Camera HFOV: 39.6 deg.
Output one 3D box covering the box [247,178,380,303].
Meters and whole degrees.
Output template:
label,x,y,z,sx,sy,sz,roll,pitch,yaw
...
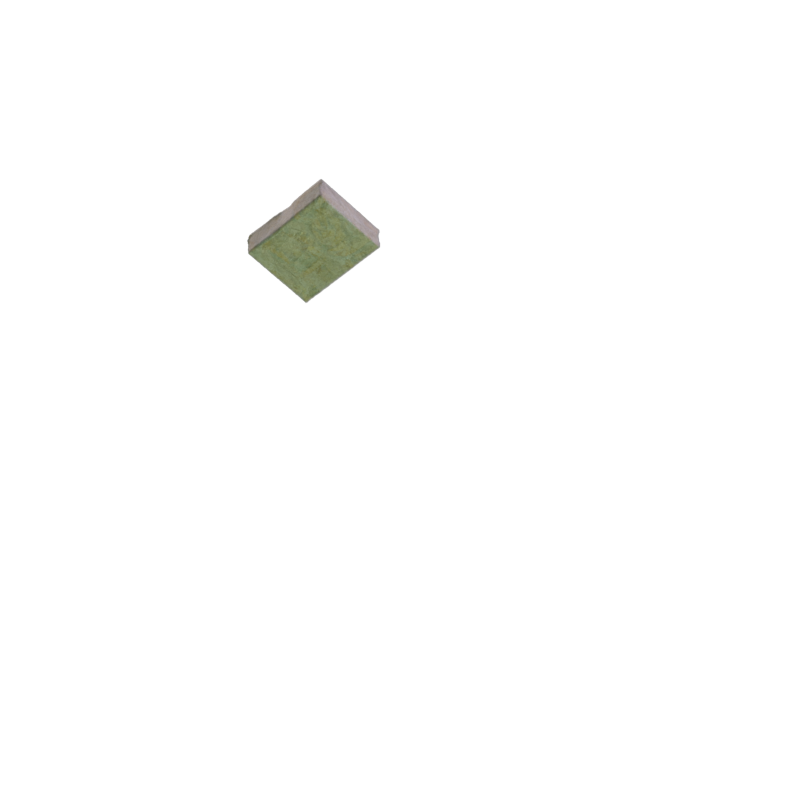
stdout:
label,x,y,z,sx,sy,sz,roll,pitch,yaw
box,-0.073,-0.134,0.937,0.088,0.032,0.069,-35,-58,25
